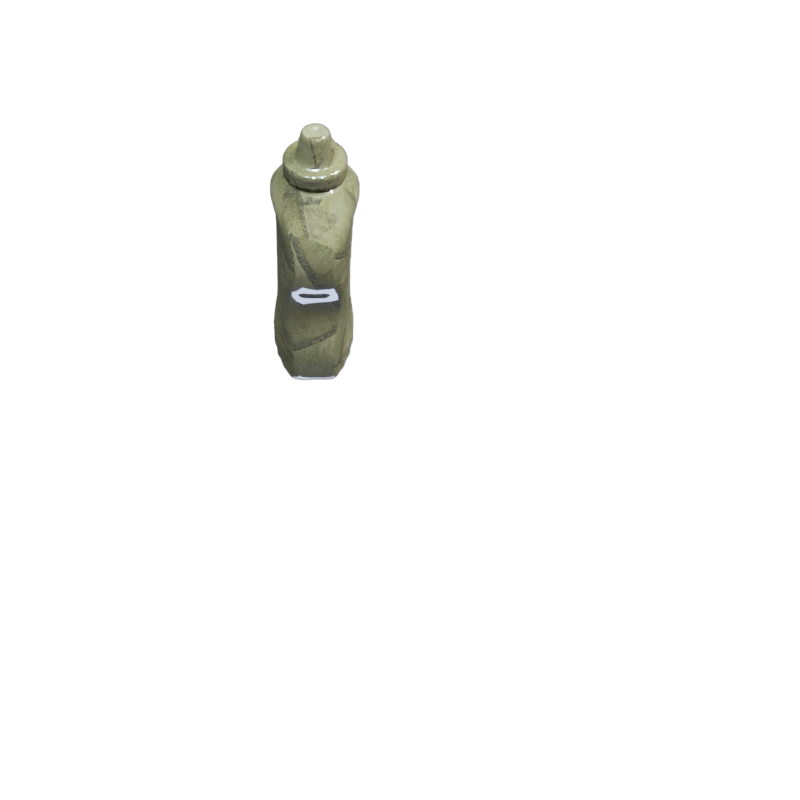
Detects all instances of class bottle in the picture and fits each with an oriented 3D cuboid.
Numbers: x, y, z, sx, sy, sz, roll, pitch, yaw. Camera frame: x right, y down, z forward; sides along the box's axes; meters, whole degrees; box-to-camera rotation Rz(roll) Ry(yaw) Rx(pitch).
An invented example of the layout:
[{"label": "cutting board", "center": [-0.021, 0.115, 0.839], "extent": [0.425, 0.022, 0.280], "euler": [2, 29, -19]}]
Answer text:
[{"label": "bottle", "center": [-0.058, -0.106, 0.744], "extent": [0.058, 0.103, 0.179], "euler": [1, -41, -3]}]
